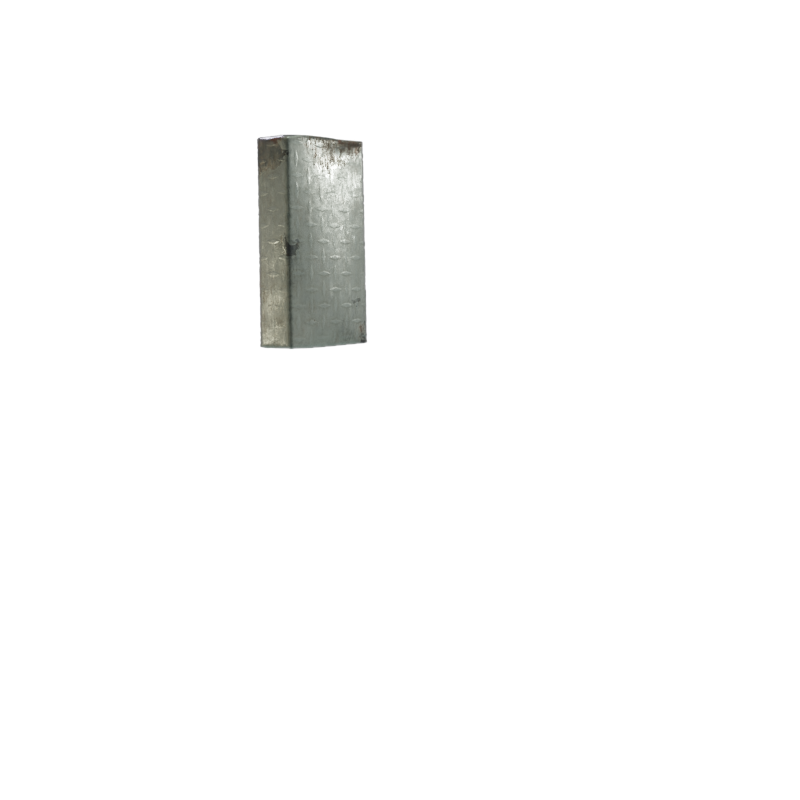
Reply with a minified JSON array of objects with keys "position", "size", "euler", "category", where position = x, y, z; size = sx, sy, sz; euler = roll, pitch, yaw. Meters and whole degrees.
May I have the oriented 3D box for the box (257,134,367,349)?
[{"position":[-0.074,-0.134,0.941],"size":[0.050,0.176,0.090],"euler":[1,2,44],"category":"box"}]
